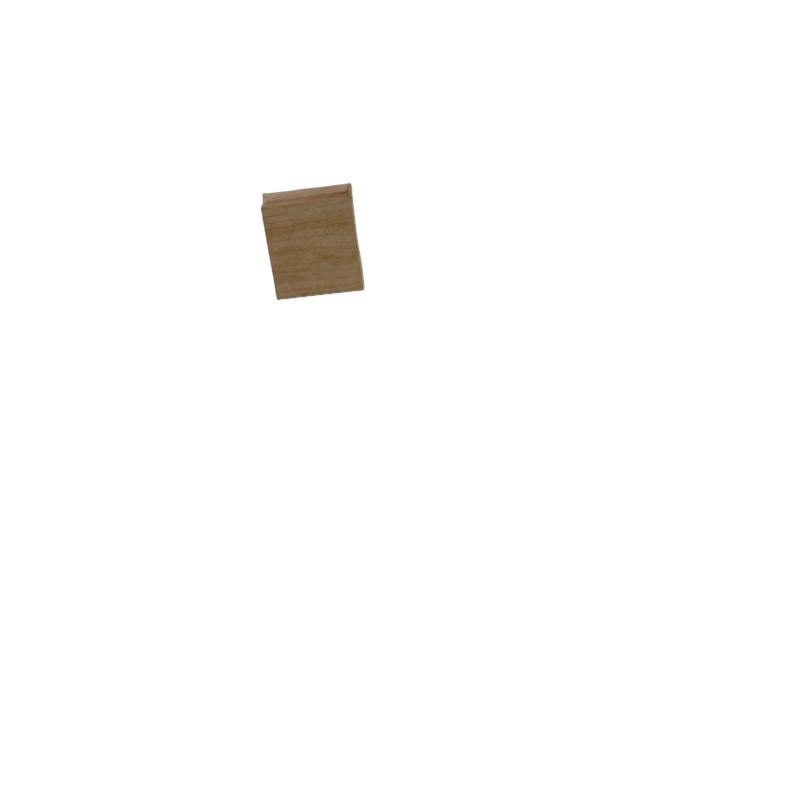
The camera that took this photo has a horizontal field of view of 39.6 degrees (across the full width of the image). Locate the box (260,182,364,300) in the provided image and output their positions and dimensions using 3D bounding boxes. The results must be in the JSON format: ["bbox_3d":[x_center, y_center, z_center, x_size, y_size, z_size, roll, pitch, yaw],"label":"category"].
[{"bbox_3d":[-0.070,-0.128,0.896,0.073,0.084,0.032,-6,30,3],"label":"box"}]
